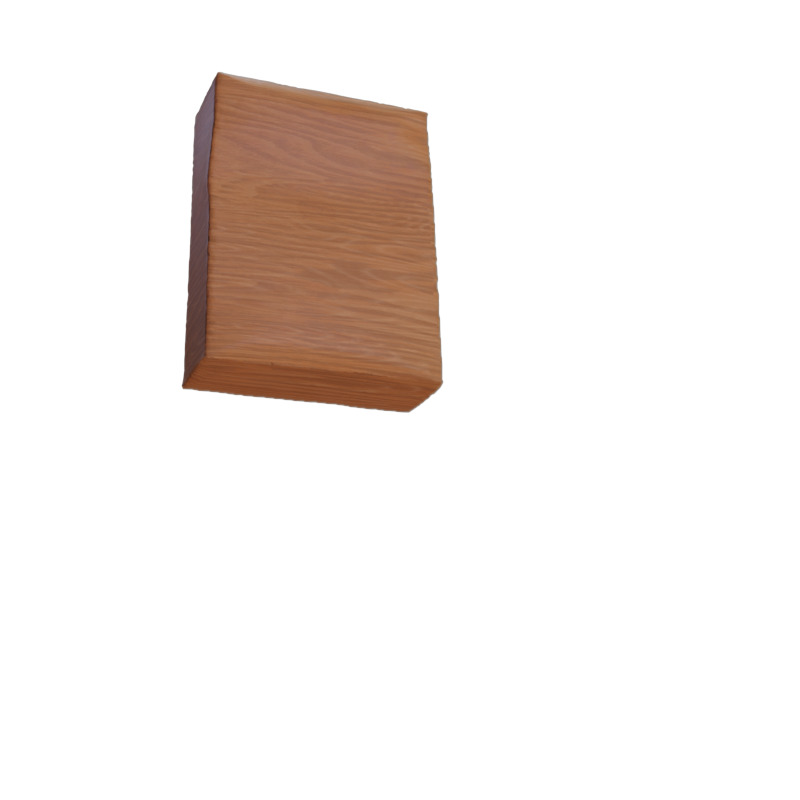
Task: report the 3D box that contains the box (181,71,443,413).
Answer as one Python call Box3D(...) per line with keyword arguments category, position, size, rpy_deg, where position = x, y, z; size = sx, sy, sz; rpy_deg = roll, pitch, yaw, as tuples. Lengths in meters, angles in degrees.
Box3D(category="box", position=(-0.060, -0.109, 0.761), size=(0.159, 0.226, 0.070), rpy_deg=(7, -26, -18))
